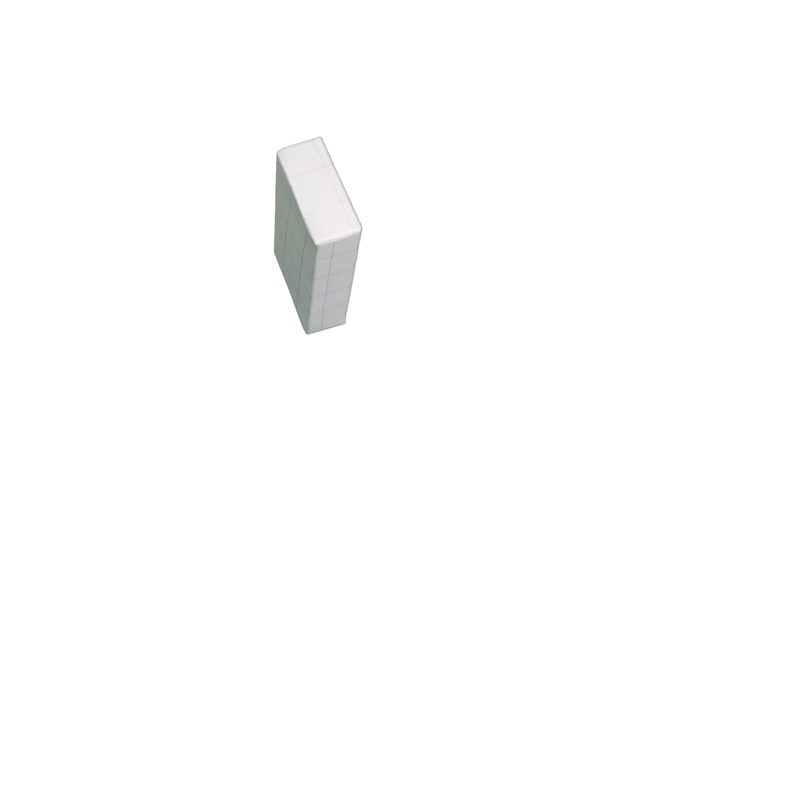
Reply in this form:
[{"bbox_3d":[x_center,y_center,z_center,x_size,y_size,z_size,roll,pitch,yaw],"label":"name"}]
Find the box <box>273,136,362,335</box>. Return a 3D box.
[{"bbox_3d":[-0.073,-0.132,0.926,0.048,0.099,0.167,-19,-20,-11],"label":"box"}]
